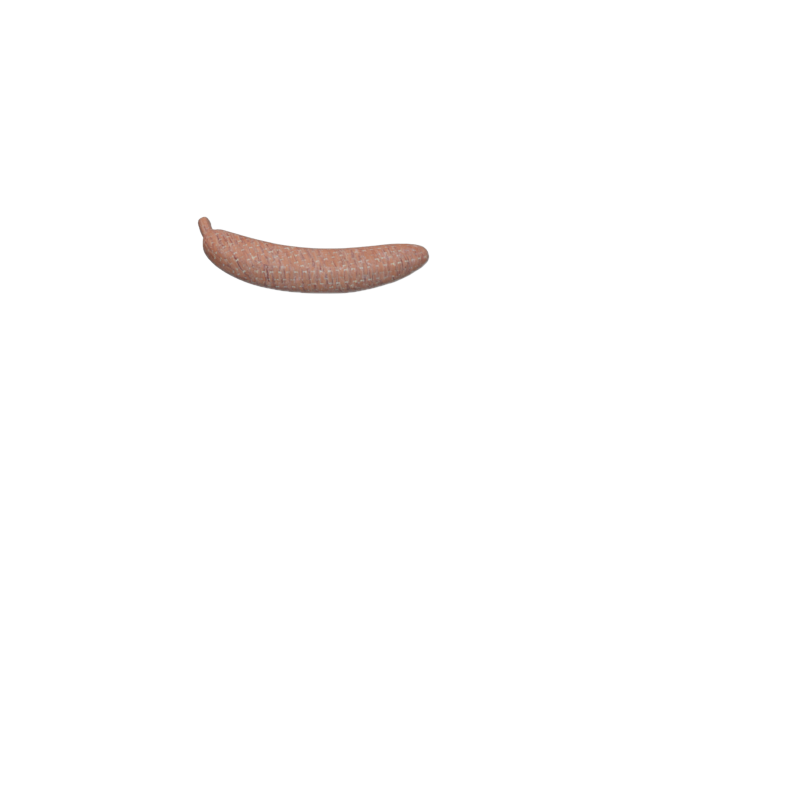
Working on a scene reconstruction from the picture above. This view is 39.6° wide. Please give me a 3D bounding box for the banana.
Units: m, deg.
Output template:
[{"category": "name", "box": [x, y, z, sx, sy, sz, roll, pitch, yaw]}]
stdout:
[{"category": "banana", "box": [-0.078, -0.116, 0.899, 0.200, 0.074, 0.034, 10, -38, 8]}]
